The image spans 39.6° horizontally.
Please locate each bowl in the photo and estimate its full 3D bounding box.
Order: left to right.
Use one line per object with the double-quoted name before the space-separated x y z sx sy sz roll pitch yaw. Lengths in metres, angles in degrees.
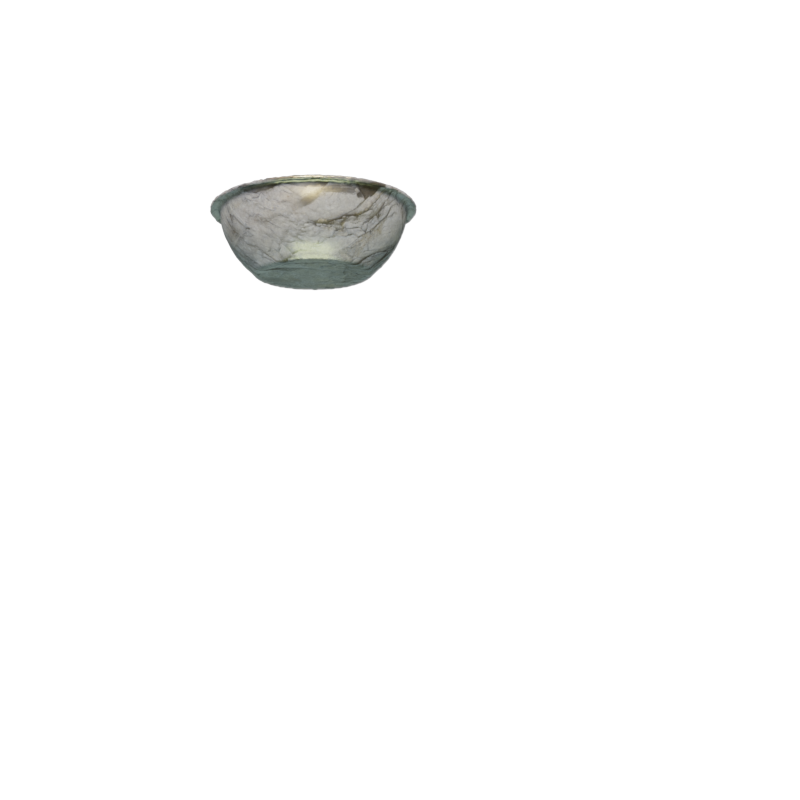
"bowl" -0.068 -0.123 0.864 0.162 0.057 0.157 0 -11 -2
